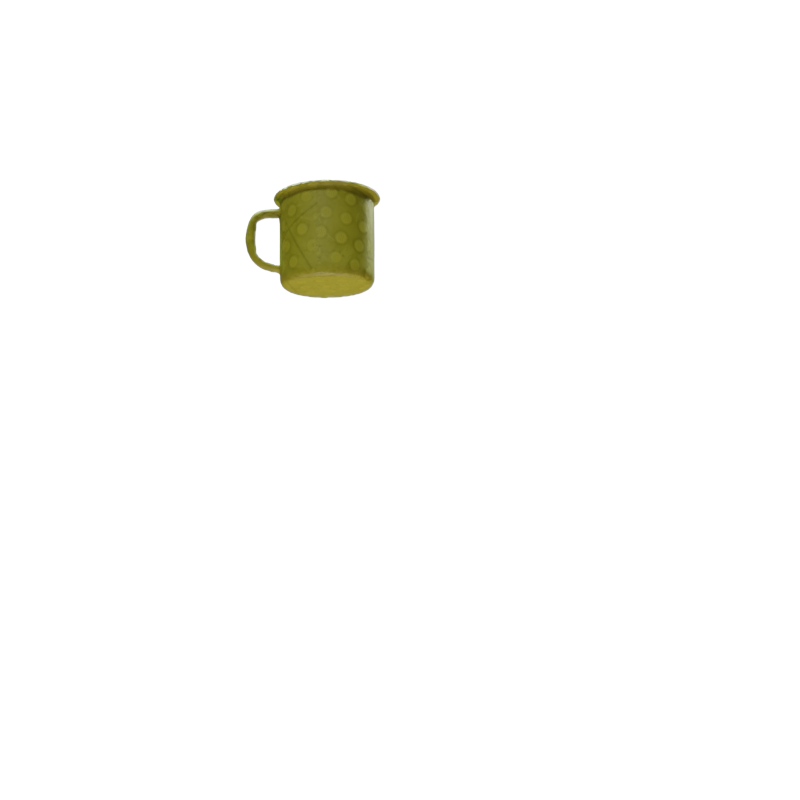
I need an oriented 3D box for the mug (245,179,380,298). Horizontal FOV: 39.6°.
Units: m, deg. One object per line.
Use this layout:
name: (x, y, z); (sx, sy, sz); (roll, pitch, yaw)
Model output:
mug: (-0.075, -0.137, 0.959); (0.116, 0.085, 0.091); (1, -13, -8)
